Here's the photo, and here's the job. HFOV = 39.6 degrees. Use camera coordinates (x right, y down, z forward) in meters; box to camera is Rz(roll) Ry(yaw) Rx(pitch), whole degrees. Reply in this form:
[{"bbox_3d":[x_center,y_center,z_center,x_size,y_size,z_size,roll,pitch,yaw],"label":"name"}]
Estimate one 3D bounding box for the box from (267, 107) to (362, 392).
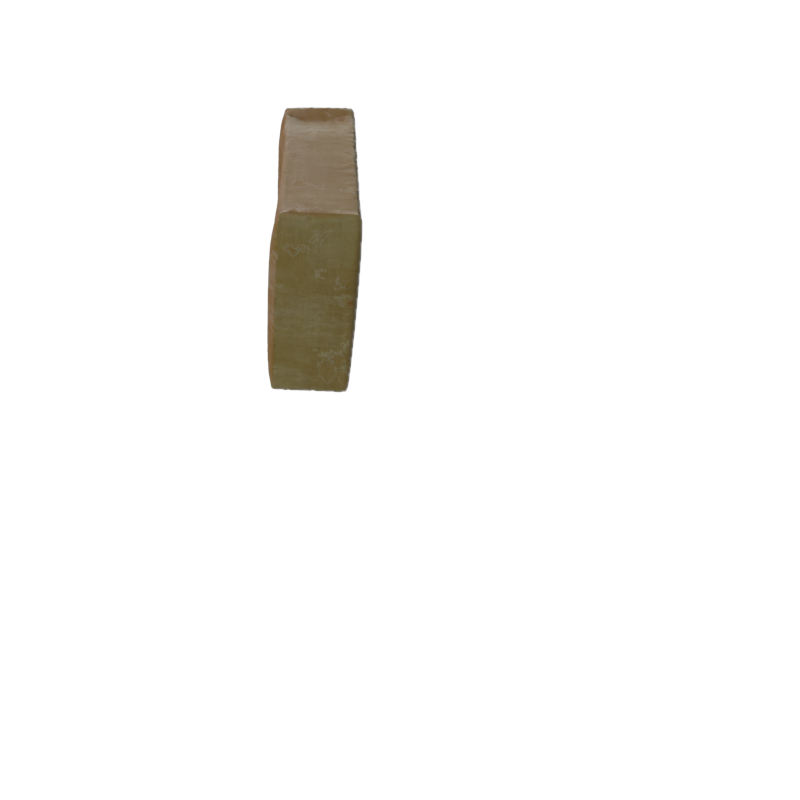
[{"bbox_3d":[-0.074,-0.135,0.948,0.071,0.155,0.228,2,33,-5],"label":"box"}]
